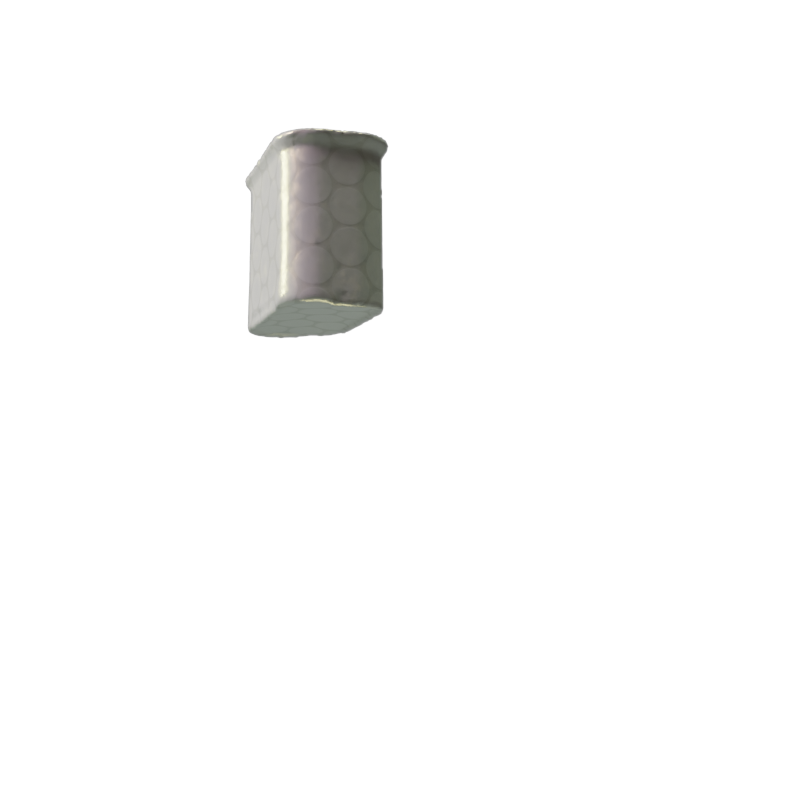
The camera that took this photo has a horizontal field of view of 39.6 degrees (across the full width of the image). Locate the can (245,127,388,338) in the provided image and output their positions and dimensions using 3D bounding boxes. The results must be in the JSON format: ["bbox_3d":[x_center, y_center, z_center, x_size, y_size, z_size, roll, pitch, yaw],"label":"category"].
[{"bbox_3d":[-0.044,-0.080,0.558,0.056,0.086,0.101,3,-10,-18],"label":"can"}]
